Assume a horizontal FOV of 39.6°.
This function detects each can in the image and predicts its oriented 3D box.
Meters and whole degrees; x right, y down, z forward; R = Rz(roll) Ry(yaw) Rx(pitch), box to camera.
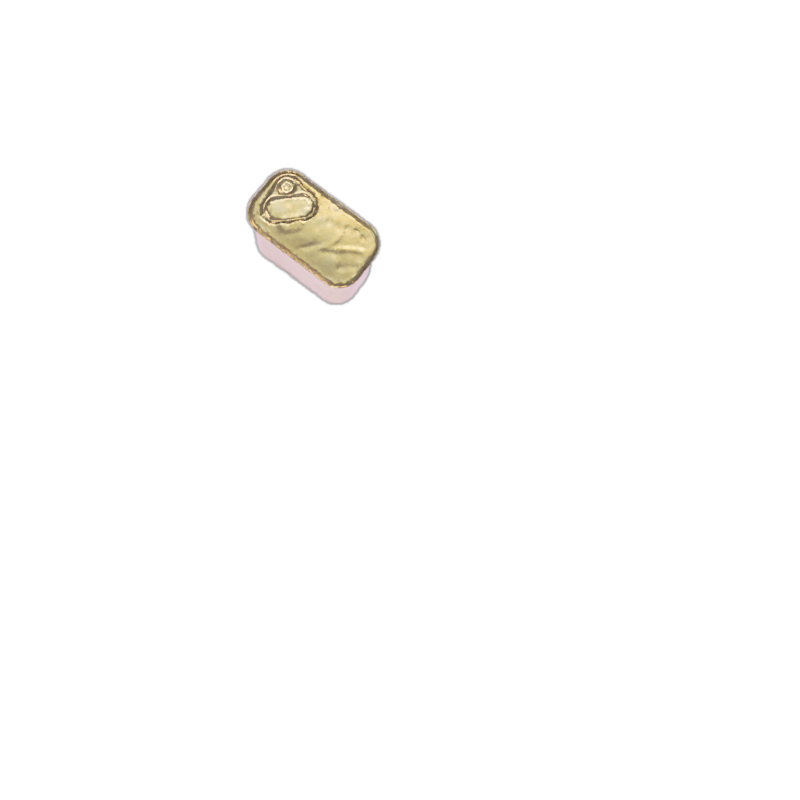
[{"bbox_3d":[-0.068,-0.124,0.869,0.104,0.058,0.081,37,-9,6],"label":"can"}]
